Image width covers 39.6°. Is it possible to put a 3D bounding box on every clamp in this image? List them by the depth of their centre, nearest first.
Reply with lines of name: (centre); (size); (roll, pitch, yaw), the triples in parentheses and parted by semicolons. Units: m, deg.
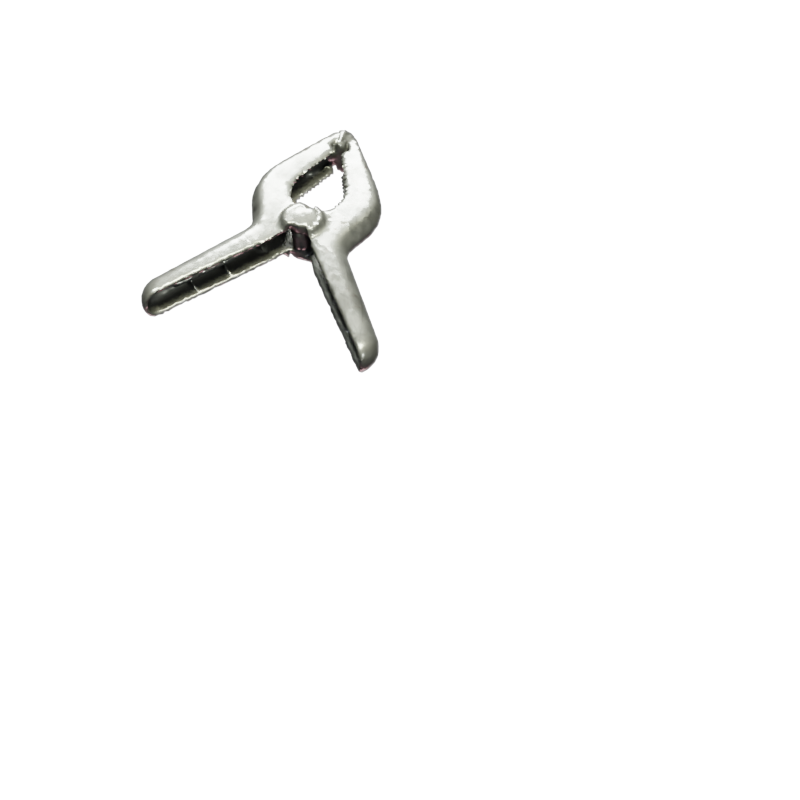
clamp: (-0.061, -0.112, 0.783); (0.170, 0.218, 0.034); (19, -37, 15)
